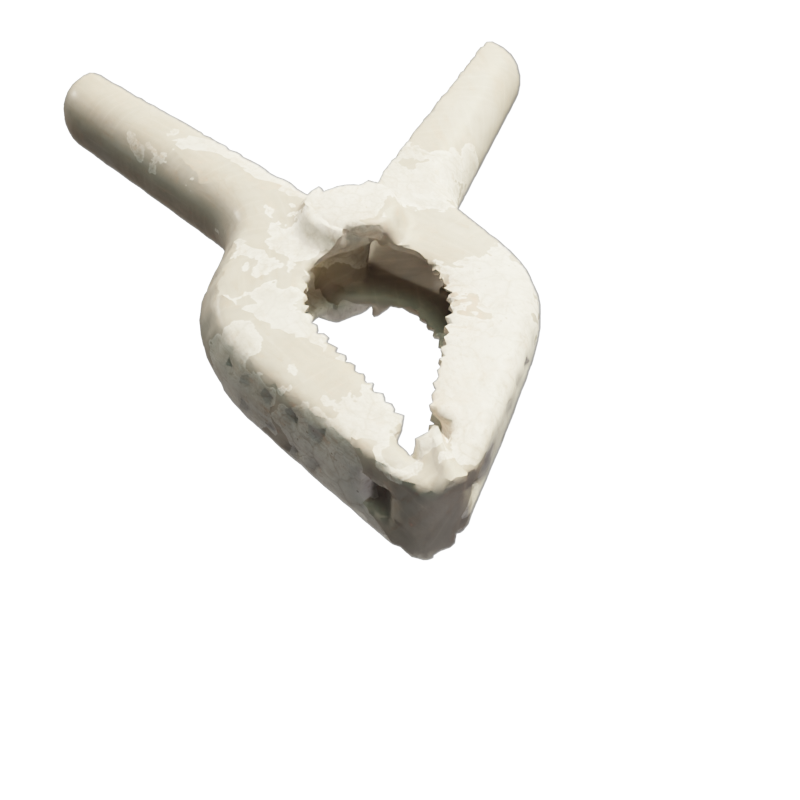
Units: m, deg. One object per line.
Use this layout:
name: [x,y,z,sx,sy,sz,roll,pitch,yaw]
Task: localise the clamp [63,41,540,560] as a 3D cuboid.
clamp: [-0.026,-0.048,0.336,0.164,0.034,0.226,-4,44,-4]
